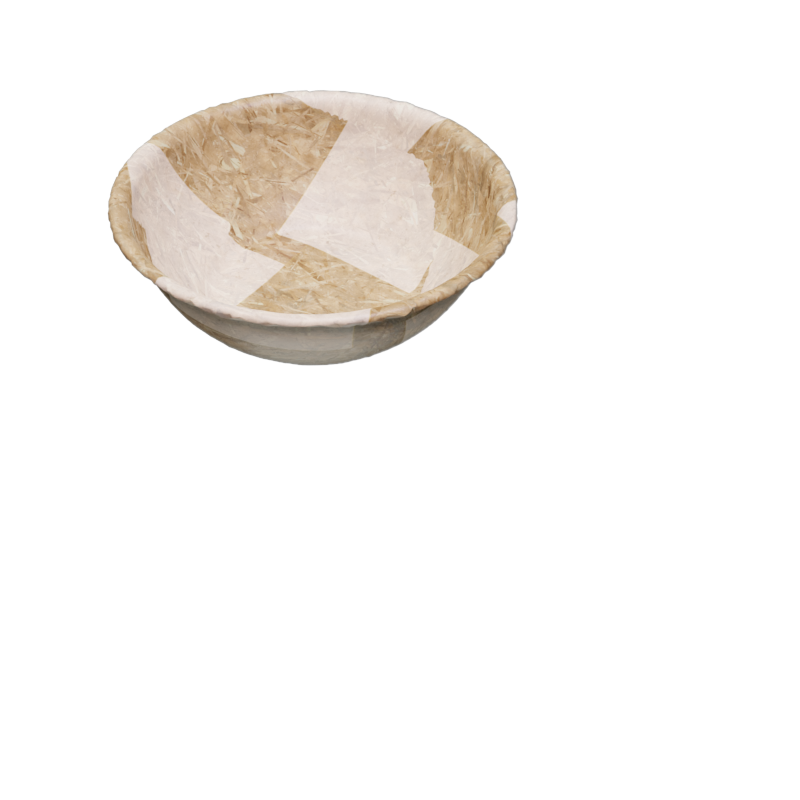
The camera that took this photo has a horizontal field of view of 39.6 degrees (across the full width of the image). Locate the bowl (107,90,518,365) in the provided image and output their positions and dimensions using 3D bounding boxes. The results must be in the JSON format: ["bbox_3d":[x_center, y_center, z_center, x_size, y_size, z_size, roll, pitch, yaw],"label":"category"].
[{"bbox_3d":[-0.036,-0.065,0.454,0.162,0.051,0.174,-1,42,-2],"label":"bowl"}]
